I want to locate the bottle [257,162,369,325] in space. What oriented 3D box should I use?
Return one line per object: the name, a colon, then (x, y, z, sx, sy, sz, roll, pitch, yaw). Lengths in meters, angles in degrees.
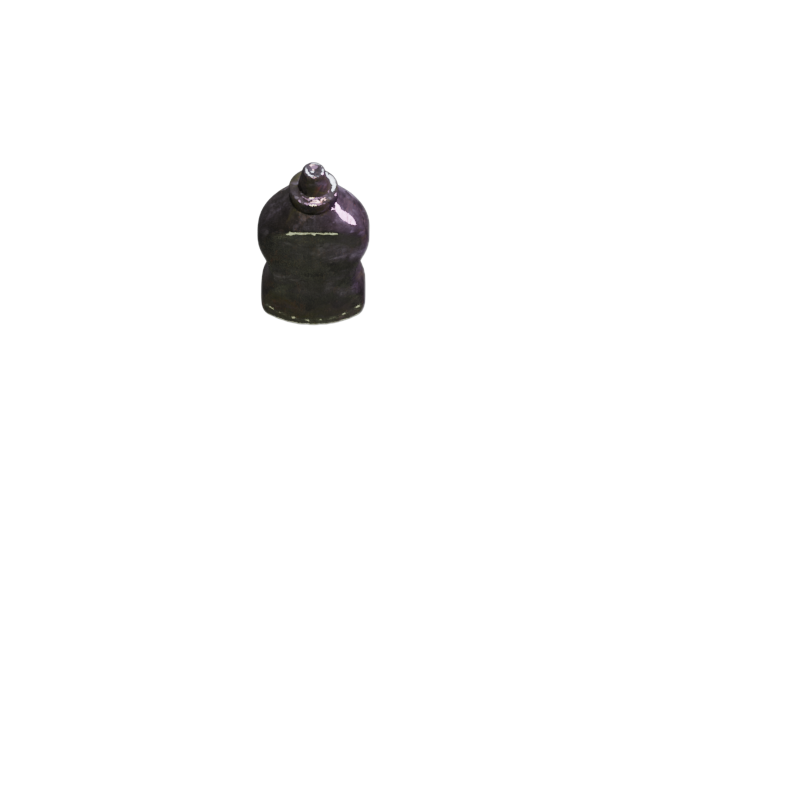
bottle: (-0.075, -0.138, 0.961, 0.096, 0.062, 0.180, 3, -31, -2)
